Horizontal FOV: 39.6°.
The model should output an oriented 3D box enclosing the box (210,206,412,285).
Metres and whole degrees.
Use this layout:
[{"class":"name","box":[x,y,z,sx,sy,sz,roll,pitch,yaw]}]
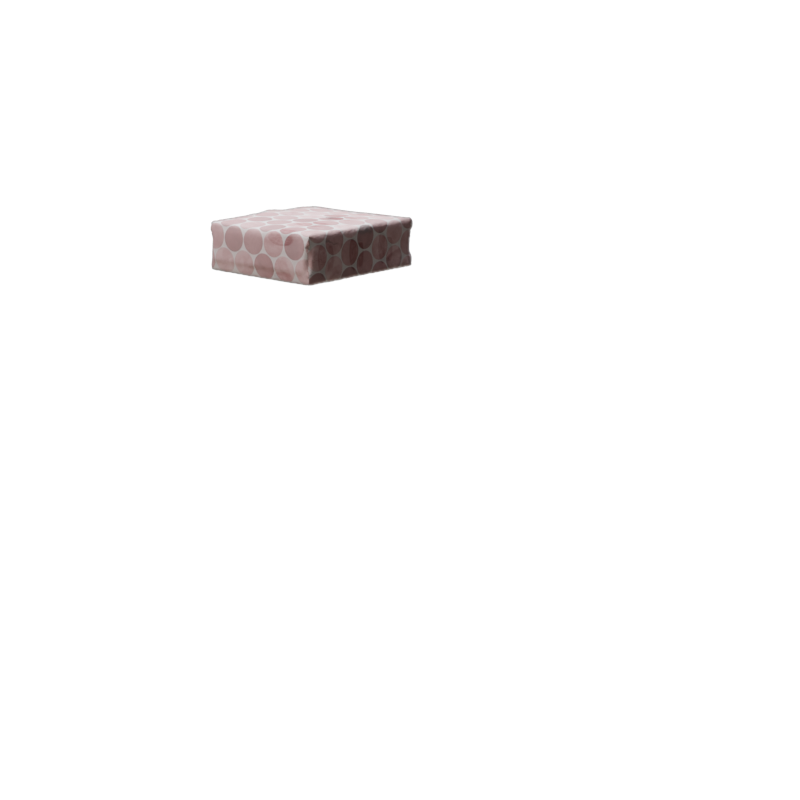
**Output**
[{"class":"box","box":[-0.048,-0.087,0.609,0.077,0.029,0.087,13,21,38]}]
